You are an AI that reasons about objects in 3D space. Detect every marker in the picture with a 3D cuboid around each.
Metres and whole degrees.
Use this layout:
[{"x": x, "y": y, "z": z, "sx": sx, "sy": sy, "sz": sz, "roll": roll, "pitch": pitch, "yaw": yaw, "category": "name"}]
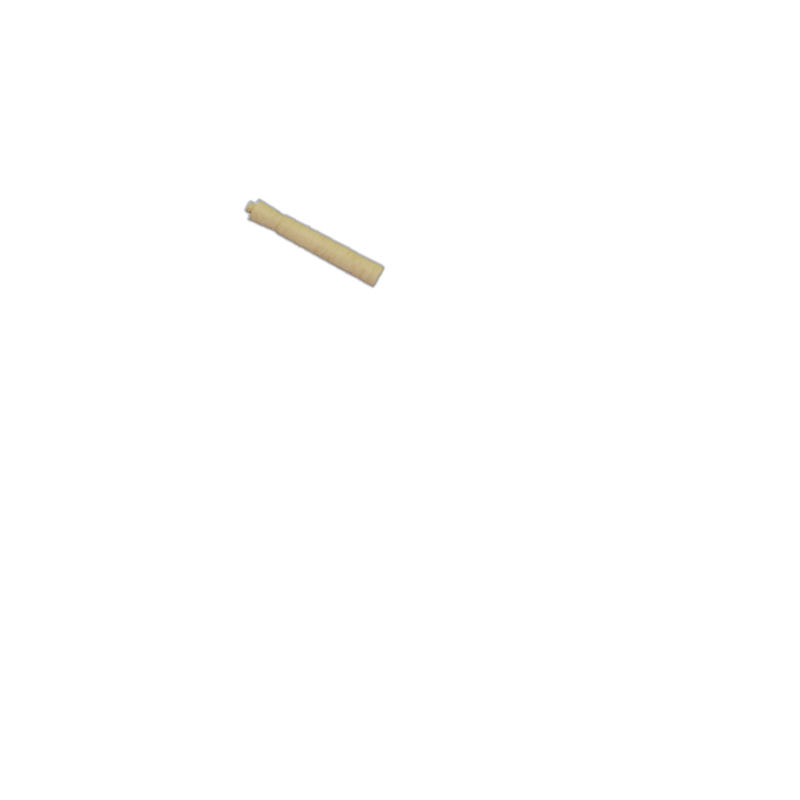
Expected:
[{"x": -0.070, "y": -0.128, "z": 0.894, "sx": 0.122, "sy": 0.020, "sz": 0.020, "roll": 29, "pitch": 4, "yaw": 3, "category": "marker"}]
